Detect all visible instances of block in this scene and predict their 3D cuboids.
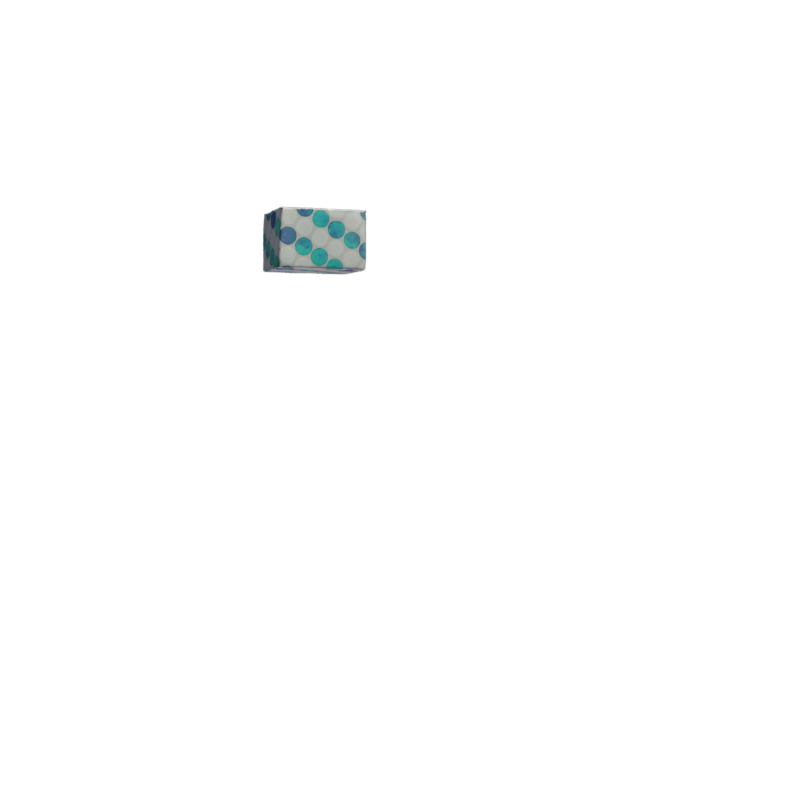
[{"bbox_3d":[-0.074,-0.134,0.940,0.076,0.052,0.054,0,-2,-21],"label":"block"}]
